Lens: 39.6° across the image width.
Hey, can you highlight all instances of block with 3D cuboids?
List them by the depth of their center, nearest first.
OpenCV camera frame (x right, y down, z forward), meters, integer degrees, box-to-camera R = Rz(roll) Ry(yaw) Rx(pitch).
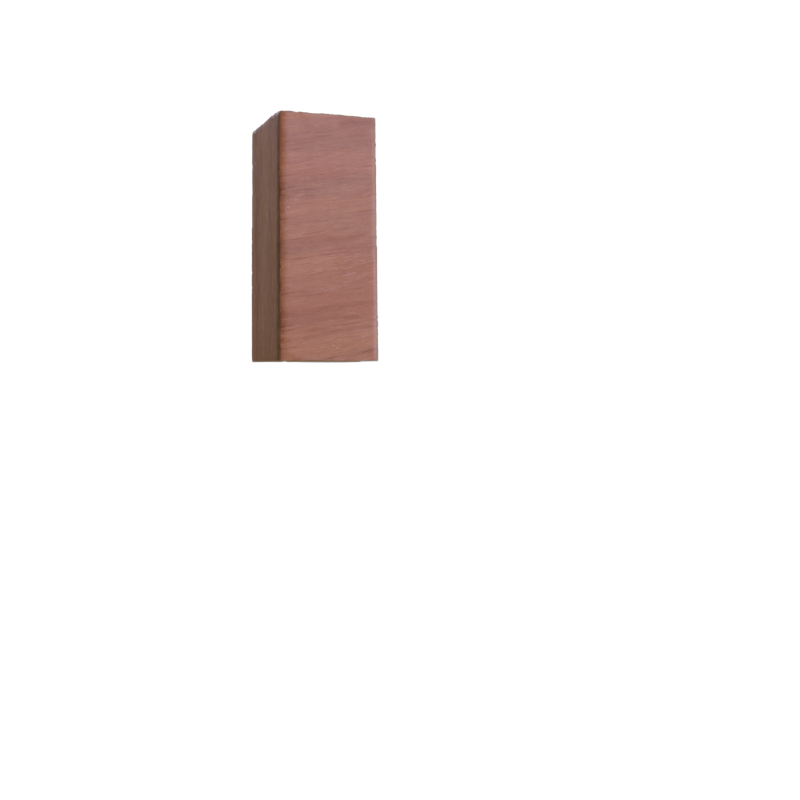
[{"bbox_3d":[-0.076,-0.137,0.957,0.088,0.210,0.092,2,-6,-20],"label":"block"}]
